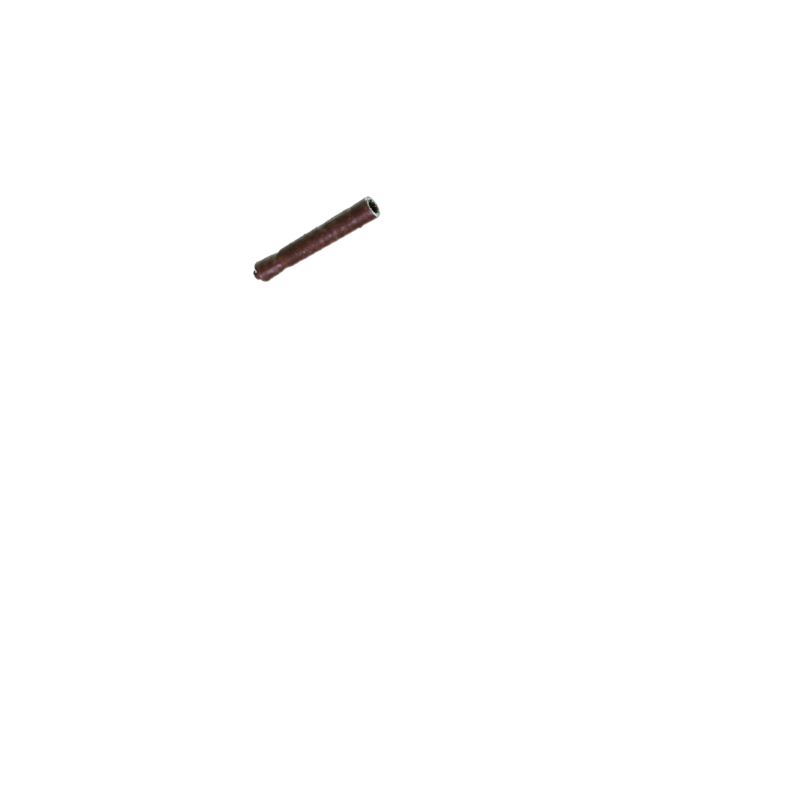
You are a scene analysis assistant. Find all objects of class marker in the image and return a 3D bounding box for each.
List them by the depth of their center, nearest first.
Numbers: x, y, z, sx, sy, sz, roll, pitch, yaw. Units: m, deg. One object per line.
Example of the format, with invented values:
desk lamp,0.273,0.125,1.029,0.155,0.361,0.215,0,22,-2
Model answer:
marker,-0.070,-0.128,0.894,0.121,0.020,0.019,-26,-8,25
